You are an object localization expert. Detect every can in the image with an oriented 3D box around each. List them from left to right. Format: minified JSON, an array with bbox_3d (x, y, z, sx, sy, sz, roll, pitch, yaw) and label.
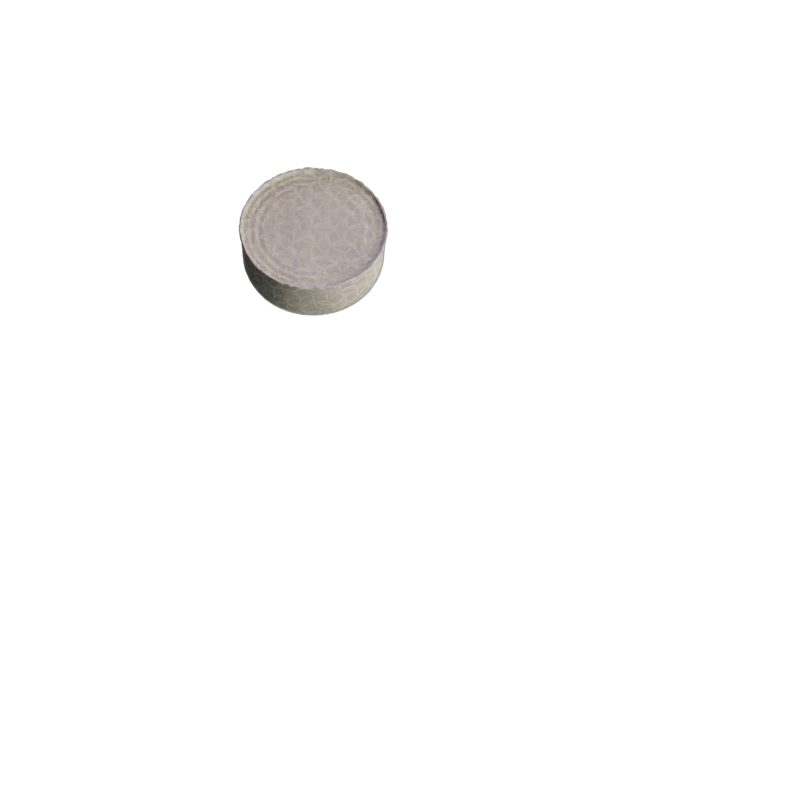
[{"bbox_3d":[-0.051,-0.093,0.651,0.086,0.092,0.031,-1,-32,-1],"label":"can"}]
